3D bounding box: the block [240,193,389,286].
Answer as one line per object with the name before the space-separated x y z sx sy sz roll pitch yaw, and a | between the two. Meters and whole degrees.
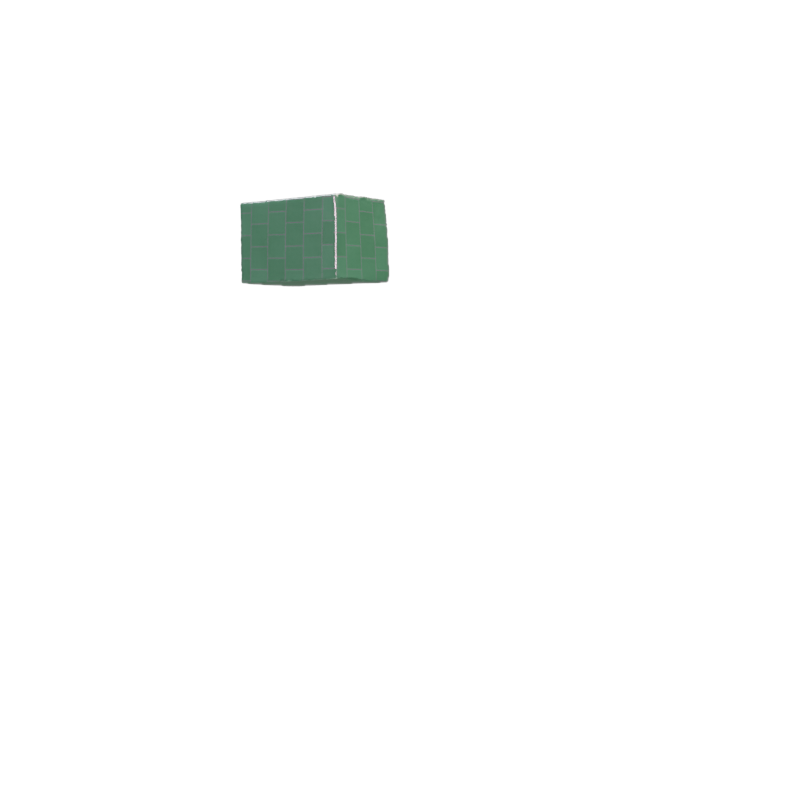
block | -0.053 -0.097 0.679 0.081 0.052 0.051 1 0 36
